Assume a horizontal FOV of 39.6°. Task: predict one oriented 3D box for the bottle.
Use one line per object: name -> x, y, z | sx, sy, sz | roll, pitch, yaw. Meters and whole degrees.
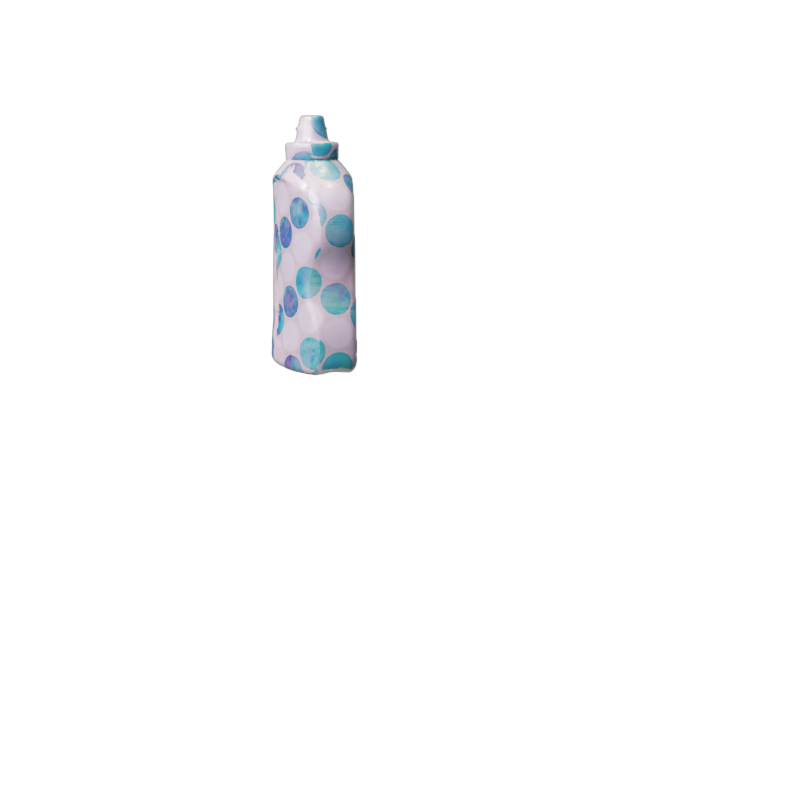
bottle -> -0.067, -0.121, 0.846 | 0.057, 0.189, 0.100 | -2, 7, -22
